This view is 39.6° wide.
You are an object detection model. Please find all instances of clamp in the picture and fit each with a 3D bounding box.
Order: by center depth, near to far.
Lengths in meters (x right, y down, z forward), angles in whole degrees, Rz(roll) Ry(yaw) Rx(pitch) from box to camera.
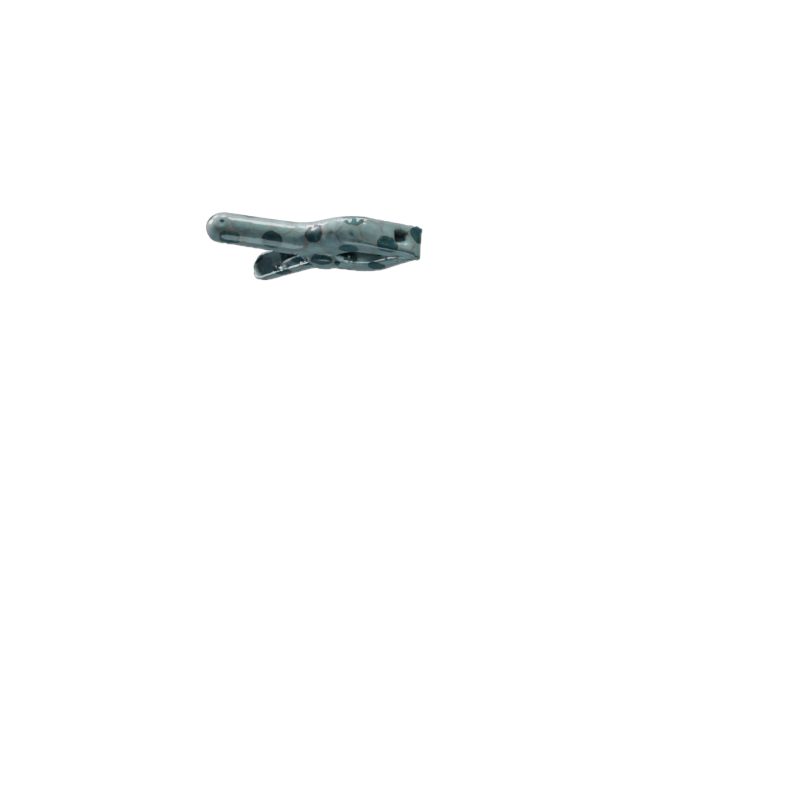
[{"bbox_3d":[-0.071,-0.130,0.911,0.176,0.040,0.114,-4,-9,25],"label":"clamp"}]
